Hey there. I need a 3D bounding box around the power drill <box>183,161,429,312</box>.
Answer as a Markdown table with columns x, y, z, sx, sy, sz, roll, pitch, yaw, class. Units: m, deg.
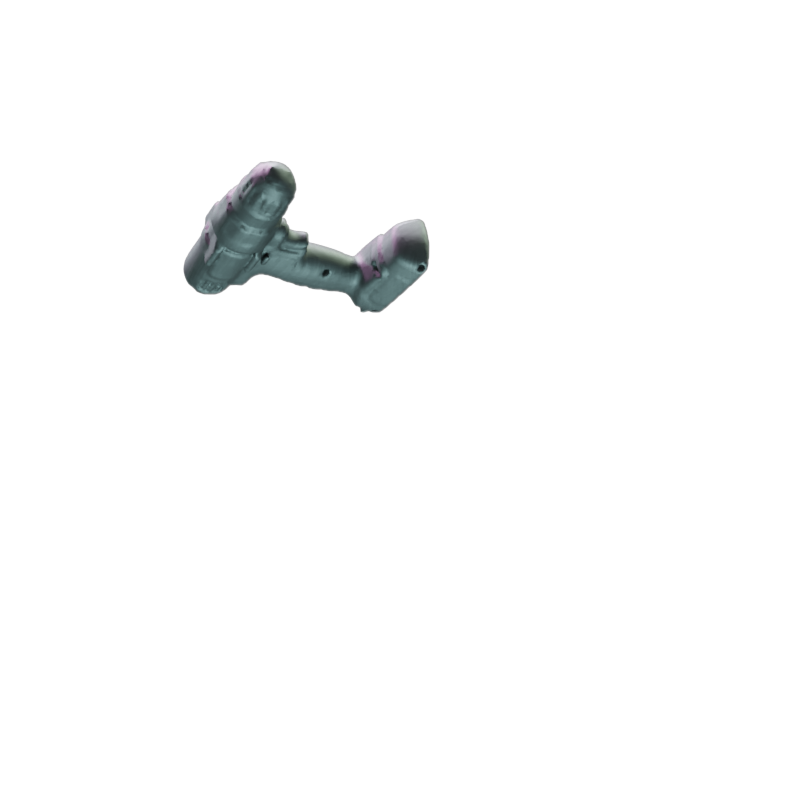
| x | y | z | sx | sy | sz | roll | pitch | yaw | class |
| --- | --- | --- | --- | --- | --- | --- | --- | --- | --- |
| -0.074 | -0.134 | 0.941 | 0.181 | 0.061 | 0.181 | 10 | -24 | -24 | power drill |
